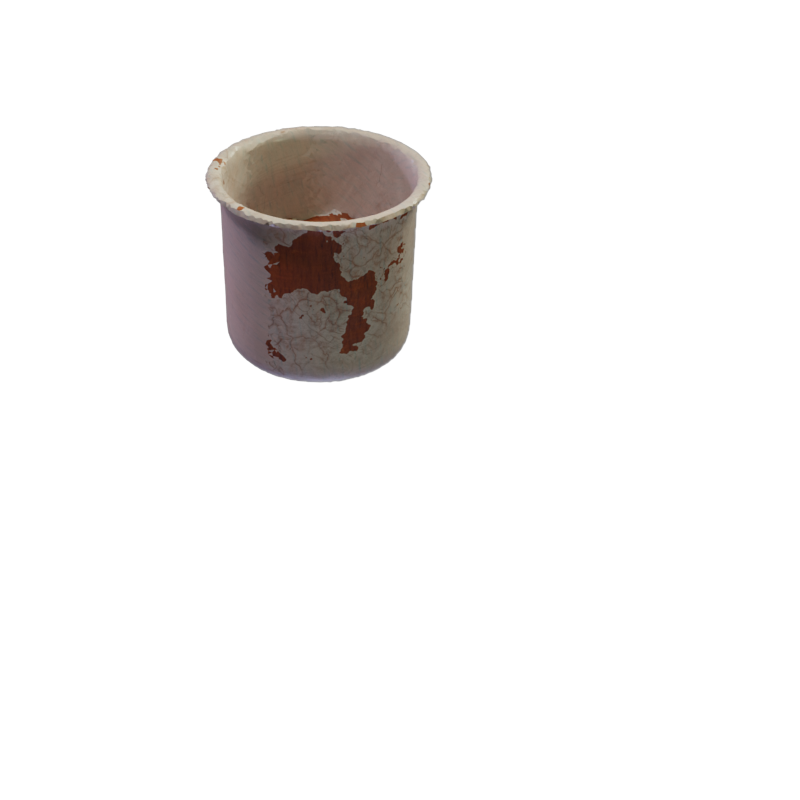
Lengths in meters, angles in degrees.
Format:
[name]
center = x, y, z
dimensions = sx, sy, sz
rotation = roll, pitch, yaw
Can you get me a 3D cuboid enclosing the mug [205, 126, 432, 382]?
[mug]
center = -0.038, -0.069, 0.486
dimensions = 0.092, 0.076, 0.126
rotation = -7, 36, -12
